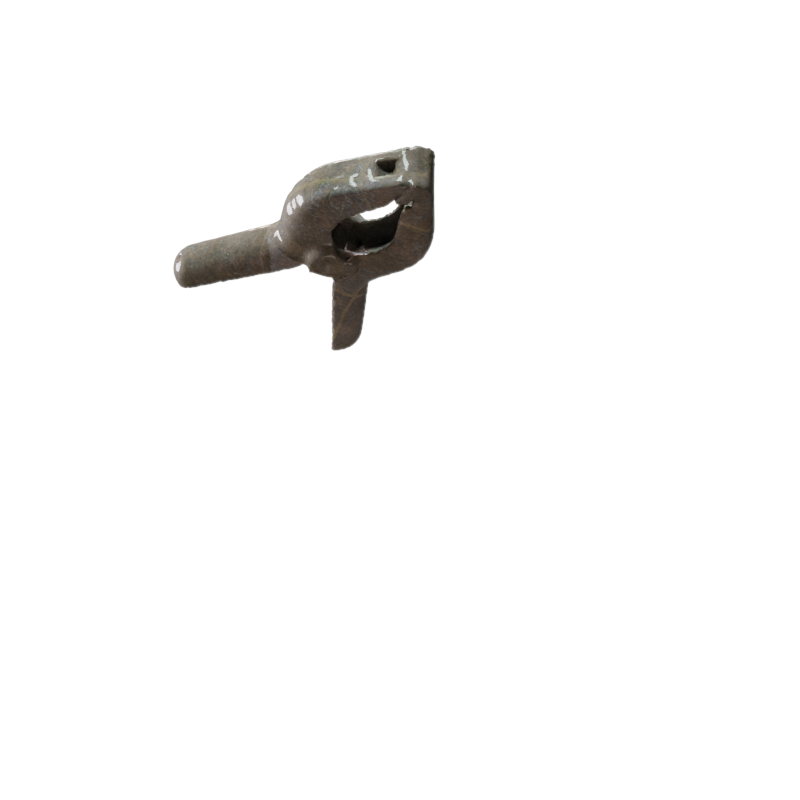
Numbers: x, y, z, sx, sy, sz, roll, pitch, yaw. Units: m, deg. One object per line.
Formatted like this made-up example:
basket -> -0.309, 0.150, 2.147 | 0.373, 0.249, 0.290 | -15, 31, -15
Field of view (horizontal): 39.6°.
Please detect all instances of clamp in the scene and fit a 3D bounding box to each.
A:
clamp -> -0.047, -0.085, 0.594 | 0.116, 0.042, 0.166 | 14, -33, -22
